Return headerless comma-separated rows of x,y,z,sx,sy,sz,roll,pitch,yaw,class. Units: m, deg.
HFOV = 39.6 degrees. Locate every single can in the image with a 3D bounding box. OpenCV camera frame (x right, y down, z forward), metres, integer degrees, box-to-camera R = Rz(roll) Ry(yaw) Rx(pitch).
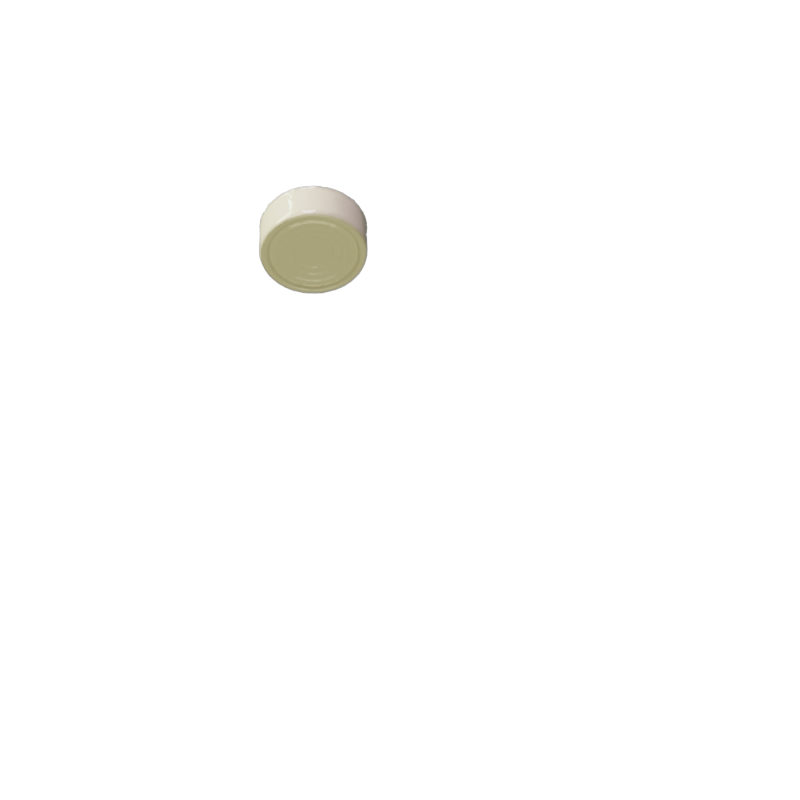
-0.068,-0.124,0.869,0.086,0.080,0.036,1,44,-1,can
